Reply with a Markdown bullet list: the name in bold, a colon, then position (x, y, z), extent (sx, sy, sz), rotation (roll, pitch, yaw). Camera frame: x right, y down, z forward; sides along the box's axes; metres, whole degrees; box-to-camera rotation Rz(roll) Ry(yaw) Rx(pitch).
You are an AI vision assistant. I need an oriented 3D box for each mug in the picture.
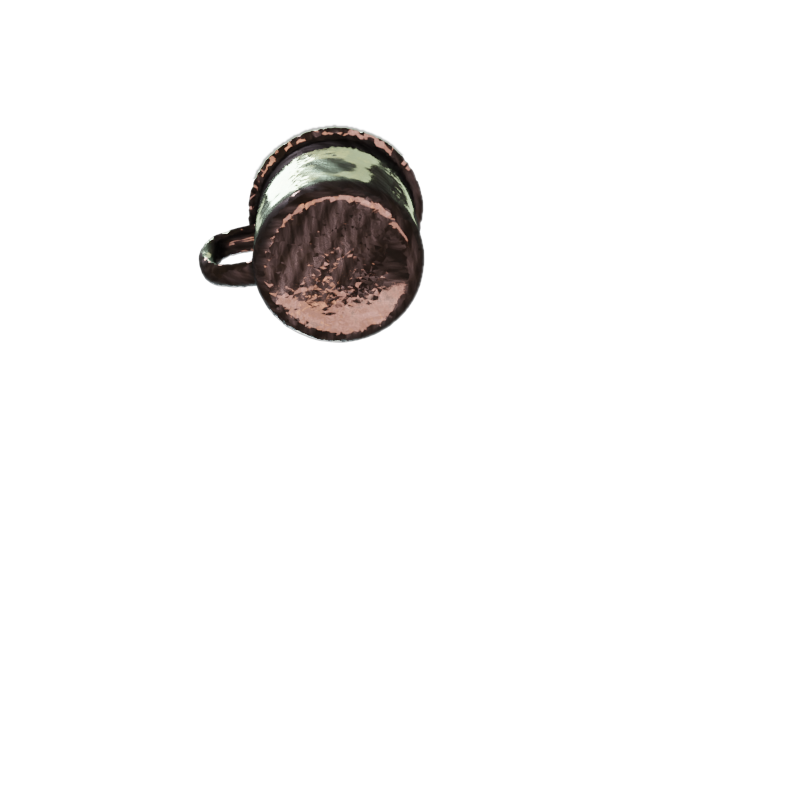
- **mug**: position (-0.043, -0.079, 0.554), extent (0.117, 0.088, 0.086), rotation (-8, 25, 2)
